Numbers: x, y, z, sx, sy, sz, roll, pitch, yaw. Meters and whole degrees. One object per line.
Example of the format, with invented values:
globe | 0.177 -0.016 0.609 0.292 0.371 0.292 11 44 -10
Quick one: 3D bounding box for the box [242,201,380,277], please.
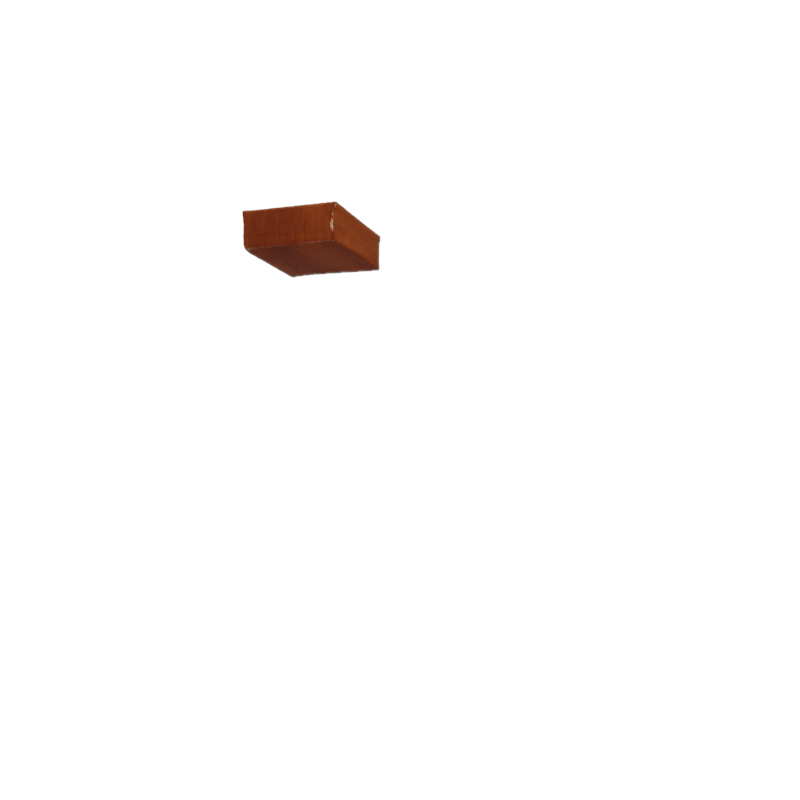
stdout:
box | -0.078 -0.141 0.990 0.092 0.040 0.108 -3 -8 20
